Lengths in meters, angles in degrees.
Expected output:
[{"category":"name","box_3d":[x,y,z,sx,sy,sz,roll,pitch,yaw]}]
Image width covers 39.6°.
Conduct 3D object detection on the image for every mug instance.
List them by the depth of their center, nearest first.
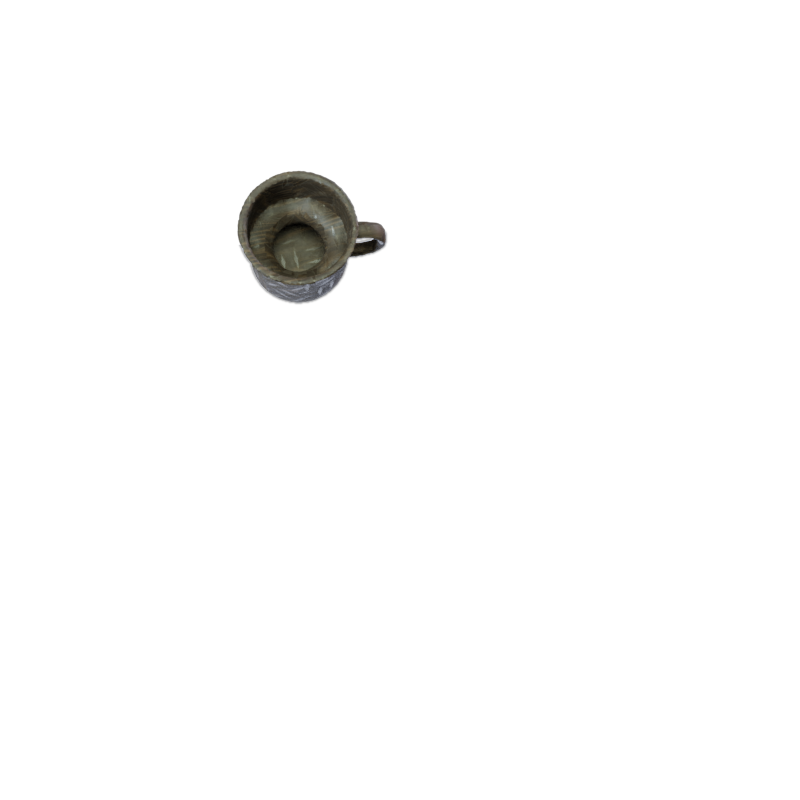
[{"category":"mug","box_3d":[-0.070,-0.127,0.891,0.117,0.097,0.079,-6,-15,-3]}]
